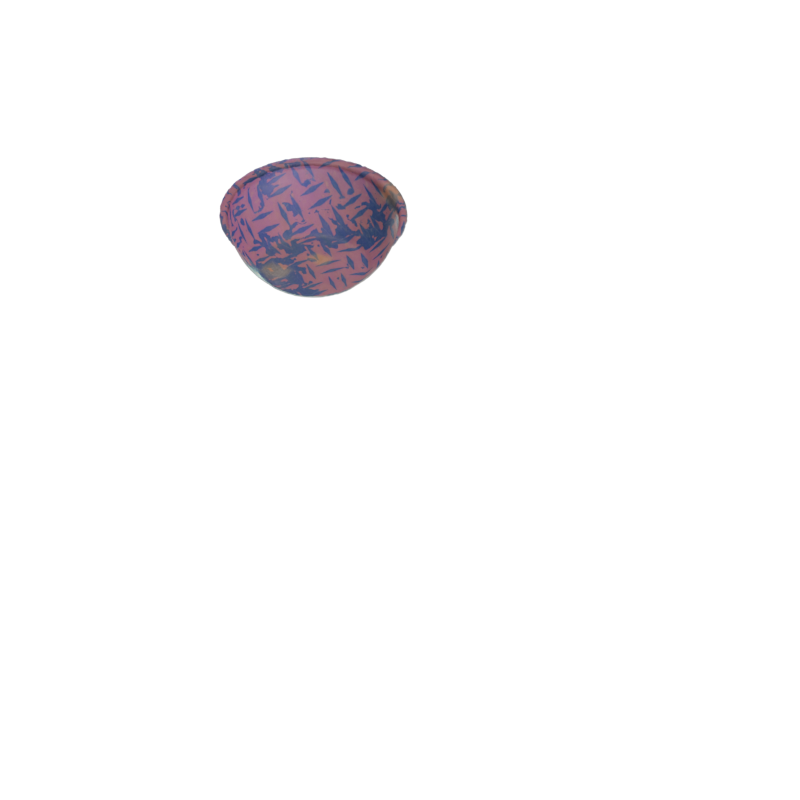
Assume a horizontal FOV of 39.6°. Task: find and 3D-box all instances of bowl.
[{"bbox_3d":[-0.073,-0.134,0.938,0.162,0.059,0.152,1,-31,-2],"label":"bowl"}]
